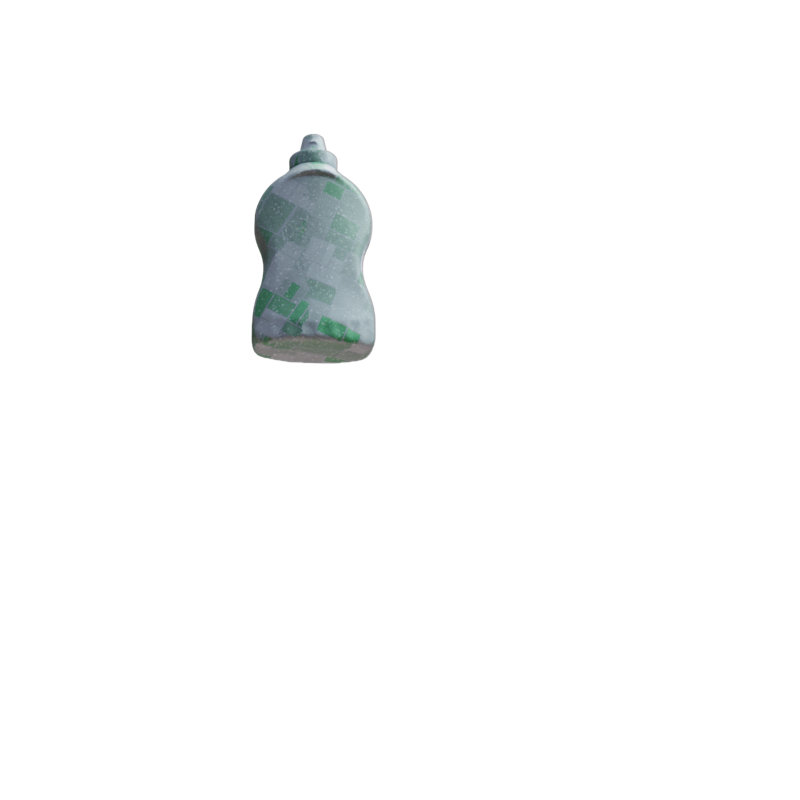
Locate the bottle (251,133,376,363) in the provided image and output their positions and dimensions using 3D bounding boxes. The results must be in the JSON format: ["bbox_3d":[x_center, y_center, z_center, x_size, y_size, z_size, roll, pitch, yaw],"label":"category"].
[{"bbox_3d":[-0.070,-0.128,0.897,0.095,0.202,0.056,1,-24,-5],"label":"bottle"}]
